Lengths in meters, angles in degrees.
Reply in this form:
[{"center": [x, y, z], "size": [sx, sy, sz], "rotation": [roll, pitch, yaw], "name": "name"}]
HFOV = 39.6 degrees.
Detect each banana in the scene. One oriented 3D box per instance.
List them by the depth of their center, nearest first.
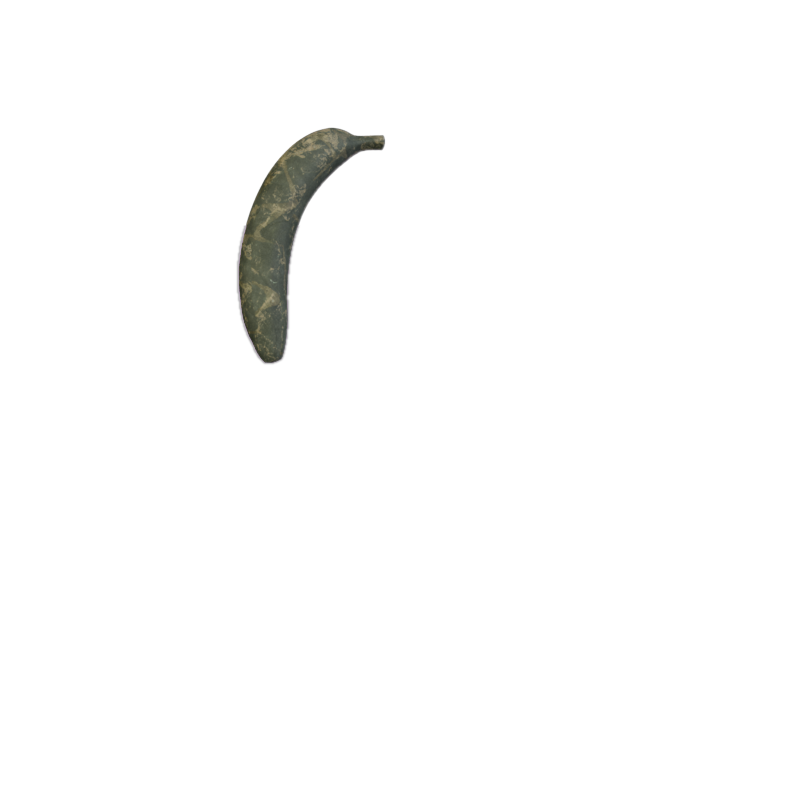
[{"center": [-0.079, -0.127, 0.813], "size": [0.071, 0.203, 0.035], "rotation": [23, -15, 5], "name": "banana"}]
